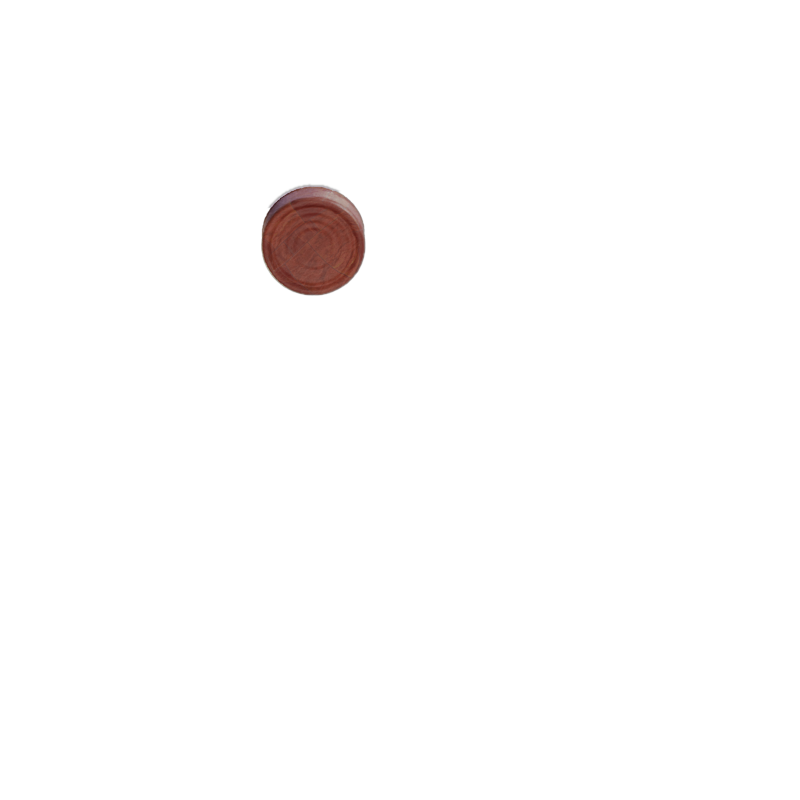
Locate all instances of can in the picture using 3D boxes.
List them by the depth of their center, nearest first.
[{"bbox_3d":[-0.071,-0.129,0.905,0.086,0.082,0.035,0,22,-1],"label":"can"}]
